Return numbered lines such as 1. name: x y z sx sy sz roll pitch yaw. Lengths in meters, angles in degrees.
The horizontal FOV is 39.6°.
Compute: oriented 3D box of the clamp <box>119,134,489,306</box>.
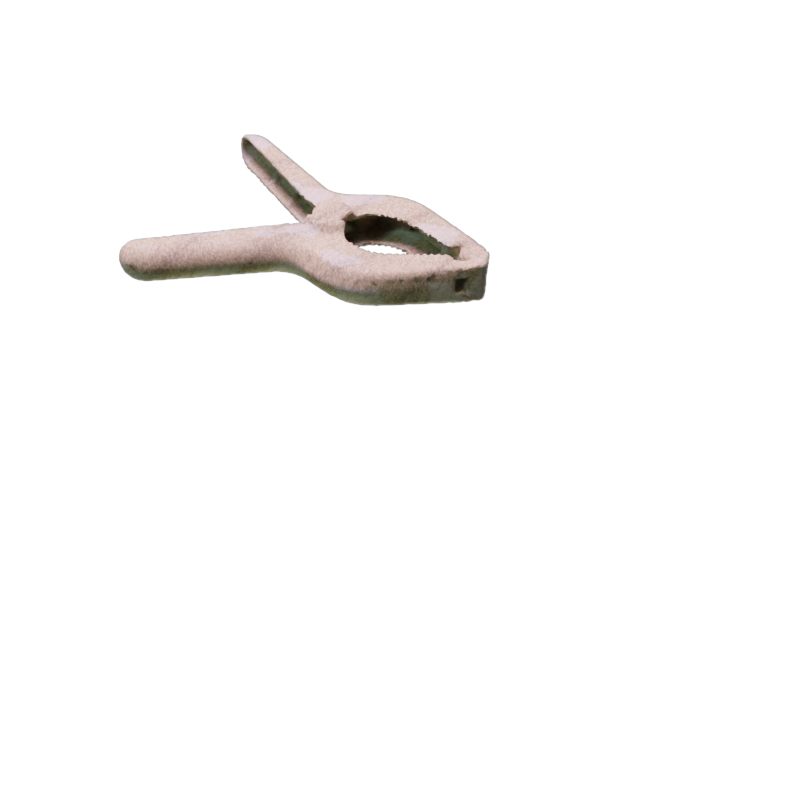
1. clamp: -0.053 -0.096 0.672 0.220 0.034 0.168 21 44 23
